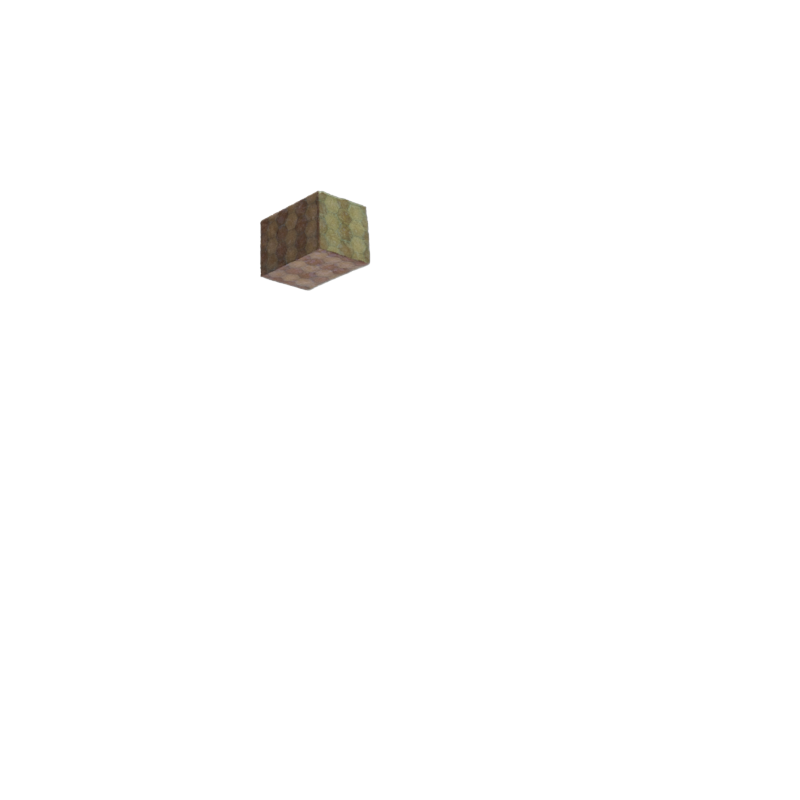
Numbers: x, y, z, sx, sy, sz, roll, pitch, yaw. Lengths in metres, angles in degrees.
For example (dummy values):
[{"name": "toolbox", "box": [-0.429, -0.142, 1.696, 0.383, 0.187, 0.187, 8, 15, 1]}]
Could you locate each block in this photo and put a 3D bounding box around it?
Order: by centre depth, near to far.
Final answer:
[{"name": "block", "box": [-0.069, -0.126, 0.883, 0.050, 0.054, 0.079, 16, -24, -40]}]
